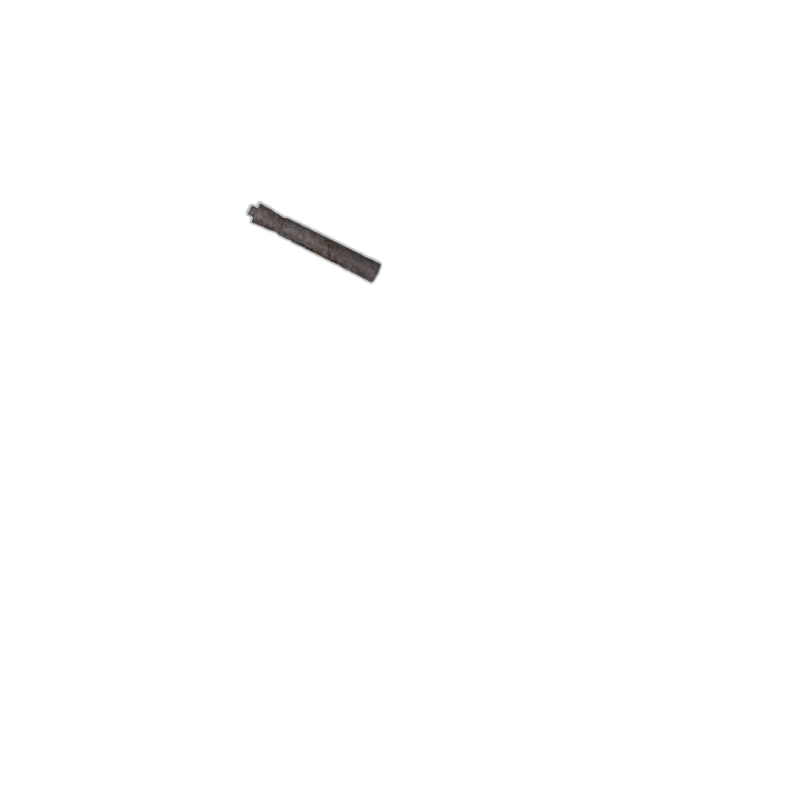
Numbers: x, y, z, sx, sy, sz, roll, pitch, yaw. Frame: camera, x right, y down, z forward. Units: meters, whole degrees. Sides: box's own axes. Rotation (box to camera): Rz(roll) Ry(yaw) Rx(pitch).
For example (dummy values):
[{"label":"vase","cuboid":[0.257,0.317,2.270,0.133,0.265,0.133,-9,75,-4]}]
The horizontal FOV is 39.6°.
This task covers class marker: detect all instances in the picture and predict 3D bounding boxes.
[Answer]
[{"label":"marker","cuboid":[-0.073,-0.133,0.932,0.119,0.020,0.020,26,0,-6]}]
